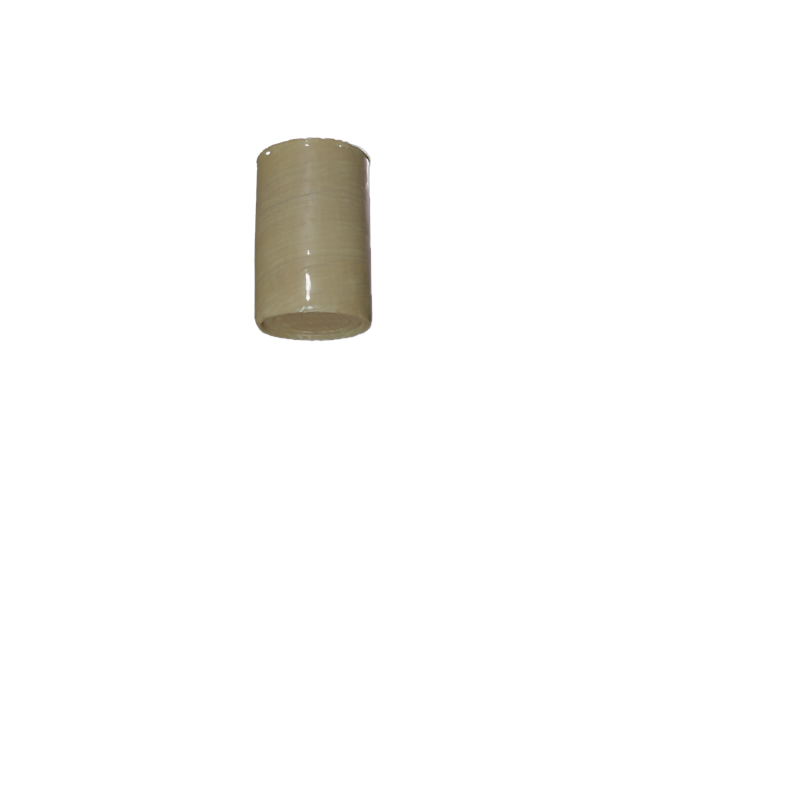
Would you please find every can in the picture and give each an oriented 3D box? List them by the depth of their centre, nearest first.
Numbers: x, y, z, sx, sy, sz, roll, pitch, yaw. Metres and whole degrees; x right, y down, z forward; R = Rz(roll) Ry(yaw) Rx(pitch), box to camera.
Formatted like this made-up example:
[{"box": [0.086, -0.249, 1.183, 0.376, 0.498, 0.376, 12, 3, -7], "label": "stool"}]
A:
[{"box": [-0.050, -0.091, 0.640, 0.068, 0.107, 0.066, 0, -17, -2], "label": "can"}]
